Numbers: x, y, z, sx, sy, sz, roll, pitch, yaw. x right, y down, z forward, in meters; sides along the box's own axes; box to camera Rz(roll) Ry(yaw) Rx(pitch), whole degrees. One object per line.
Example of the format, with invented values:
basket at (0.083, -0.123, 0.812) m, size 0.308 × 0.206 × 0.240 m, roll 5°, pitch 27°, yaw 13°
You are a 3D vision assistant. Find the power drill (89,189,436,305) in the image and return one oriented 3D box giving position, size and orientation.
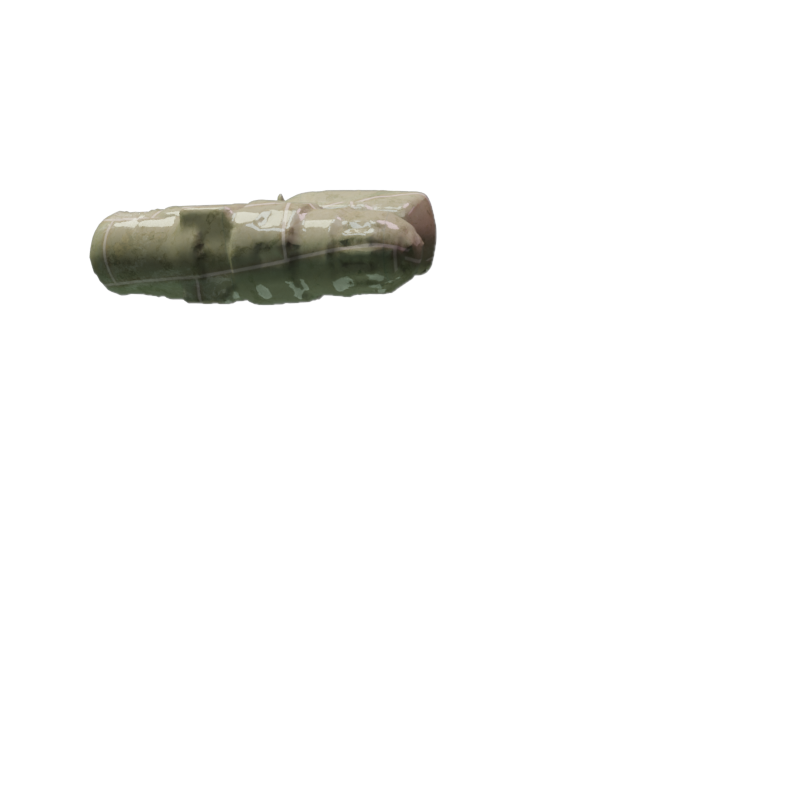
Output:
power drill at (-0.048, -0.088, 0.615) m, size 0.191 × 0.056 × 0.184 m, roll 5°, pitch 11°, yaw 26°
